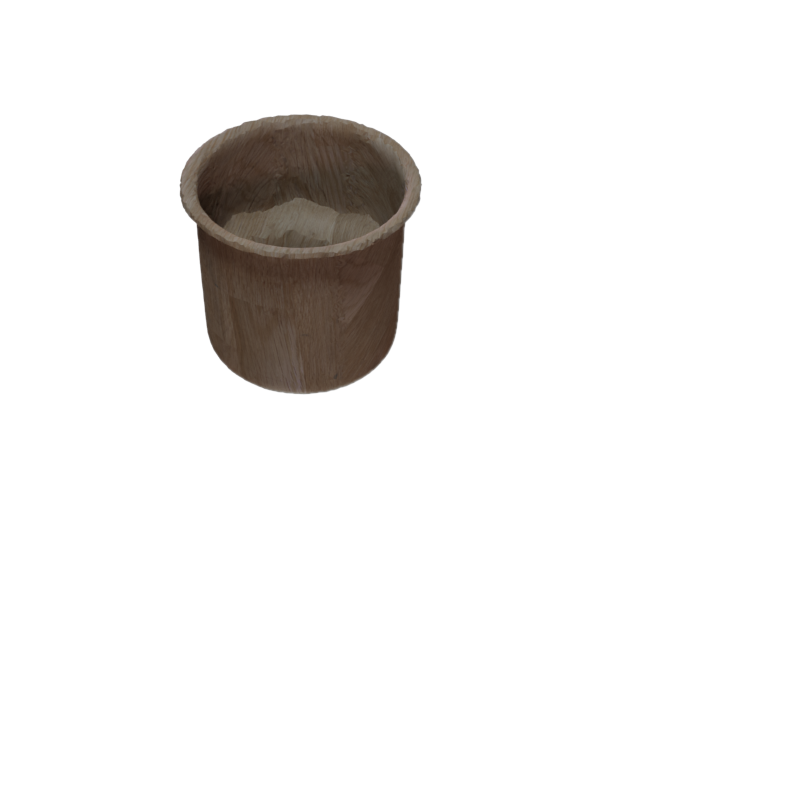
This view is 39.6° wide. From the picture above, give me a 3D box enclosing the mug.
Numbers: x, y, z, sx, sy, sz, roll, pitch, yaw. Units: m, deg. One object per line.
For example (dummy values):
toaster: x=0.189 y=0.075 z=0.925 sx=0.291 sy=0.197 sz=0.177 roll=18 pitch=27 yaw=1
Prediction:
mug: x=-0.036 y=-0.066 z=0.459 sx=0.096 sy=0.076 sz=0.122 roll=16 pitch=45 yaw=14
